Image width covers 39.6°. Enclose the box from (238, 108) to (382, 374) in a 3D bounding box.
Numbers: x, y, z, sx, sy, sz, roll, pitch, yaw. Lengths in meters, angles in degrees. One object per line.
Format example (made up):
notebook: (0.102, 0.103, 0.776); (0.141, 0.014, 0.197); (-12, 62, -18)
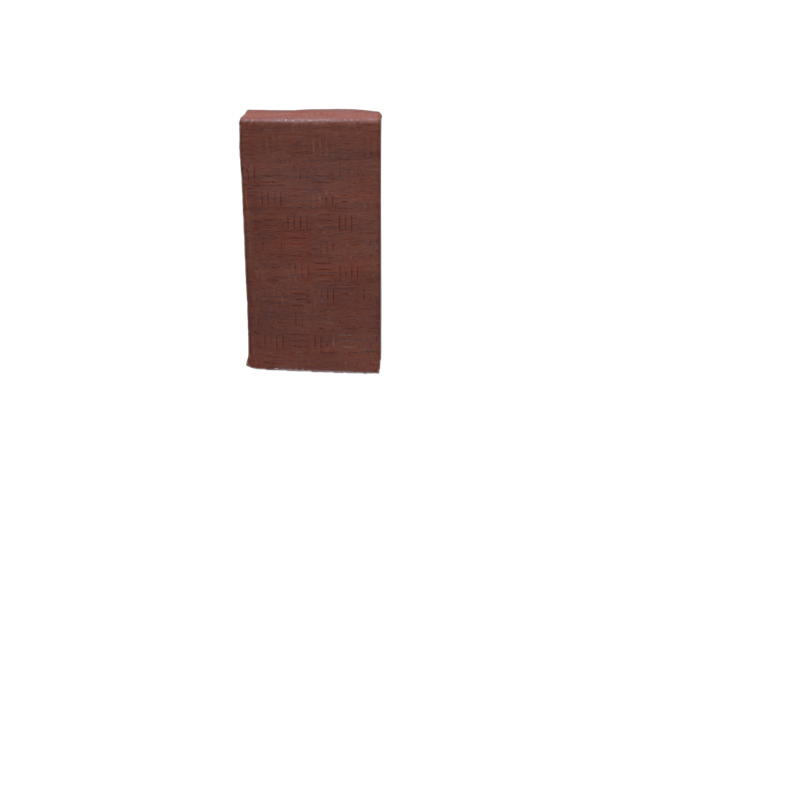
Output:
box: (-0.058, -0.107, 0.748); (0.094, 0.170, 0.049); (2, 16, 4)
